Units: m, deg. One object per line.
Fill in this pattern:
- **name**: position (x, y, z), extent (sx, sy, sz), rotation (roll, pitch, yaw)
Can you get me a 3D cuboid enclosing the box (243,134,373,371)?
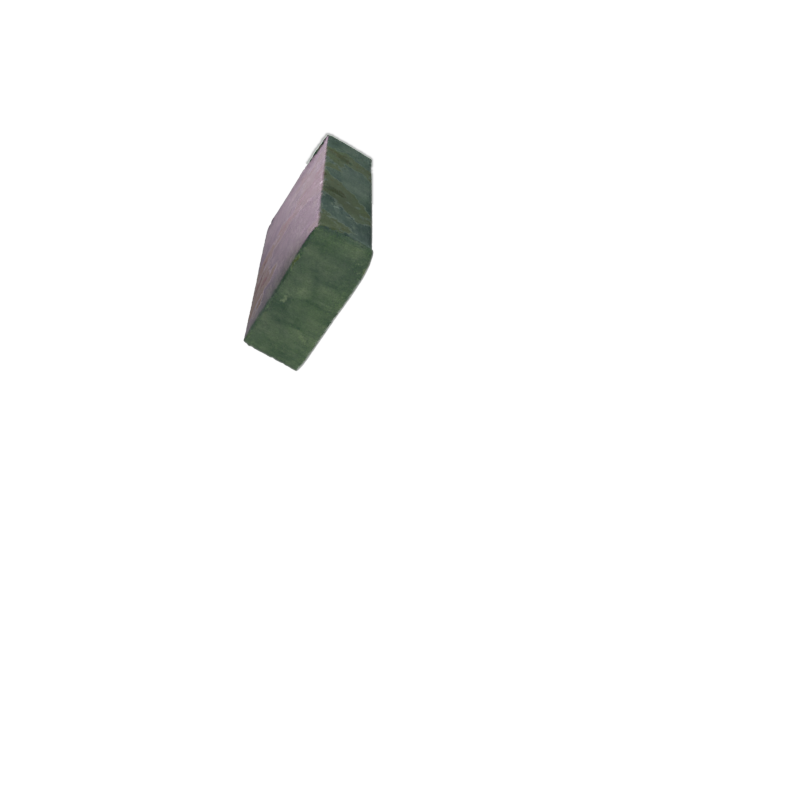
- **box**: position (-0.058, -0.105, 0.734), extent (0.046, 0.091, 0.187), rotation (28, 24, -19)
